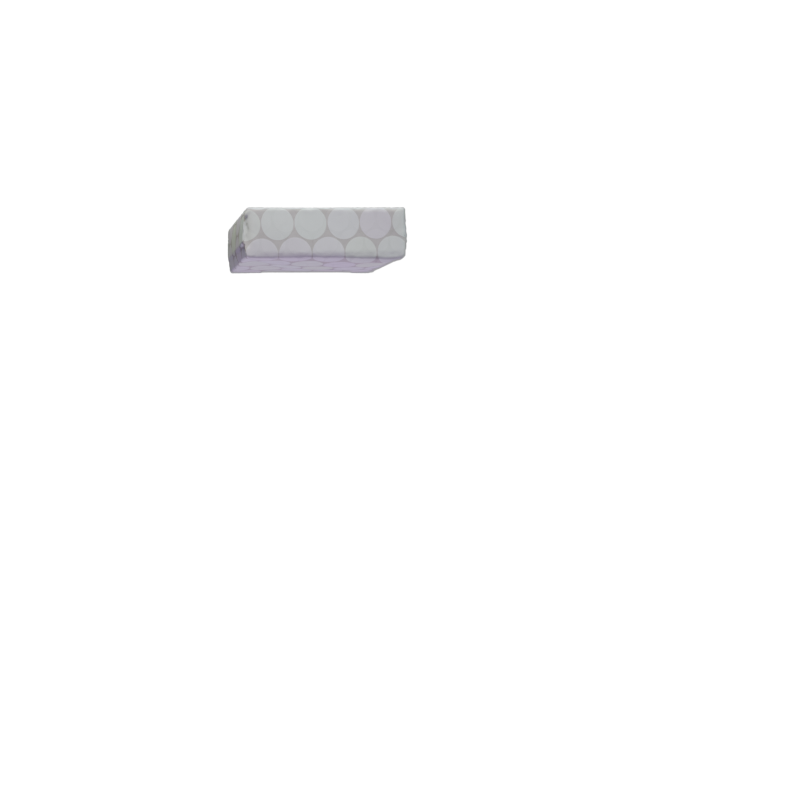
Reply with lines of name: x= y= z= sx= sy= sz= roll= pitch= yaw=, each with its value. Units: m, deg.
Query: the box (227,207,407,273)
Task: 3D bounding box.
box: x=-0.061 y=-0.112 z=0.781 sx=0.111 sy=0.039 sz=0.090 roll=0 pitch=-1 yaw=-14
